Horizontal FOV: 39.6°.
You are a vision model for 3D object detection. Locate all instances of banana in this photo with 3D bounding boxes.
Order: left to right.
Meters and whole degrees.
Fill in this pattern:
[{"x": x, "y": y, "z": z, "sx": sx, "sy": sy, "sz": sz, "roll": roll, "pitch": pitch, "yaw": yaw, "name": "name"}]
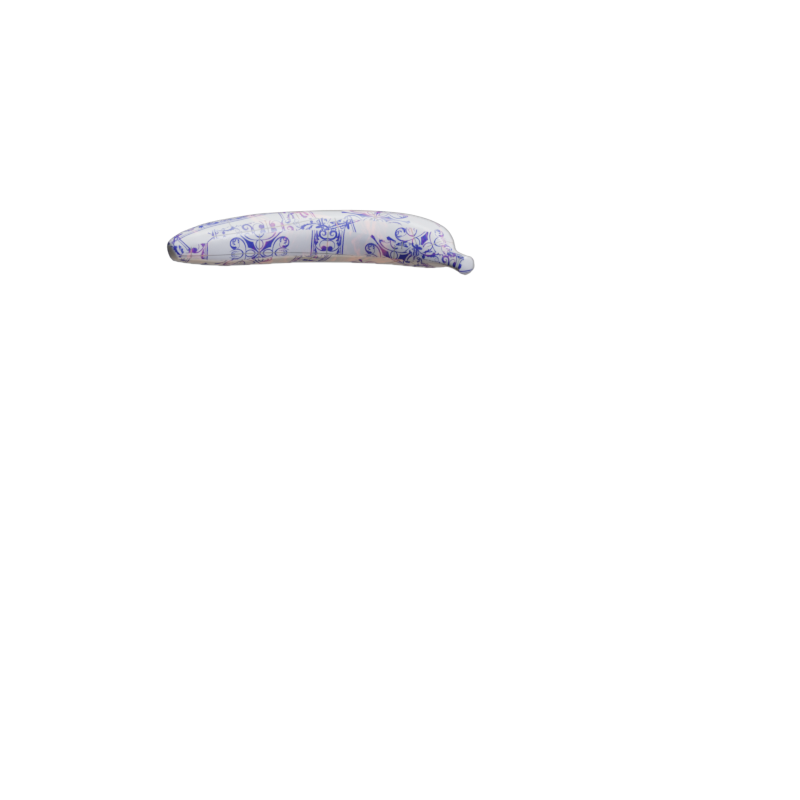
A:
[{"x": -0.051, "y": -0.106, "z": 0.732, "sx": 0.200, "sy": 0.036, "sz": 0.070, "roll": 2, "pitch": 12, "yaw": 7, "name": "banana"}]
